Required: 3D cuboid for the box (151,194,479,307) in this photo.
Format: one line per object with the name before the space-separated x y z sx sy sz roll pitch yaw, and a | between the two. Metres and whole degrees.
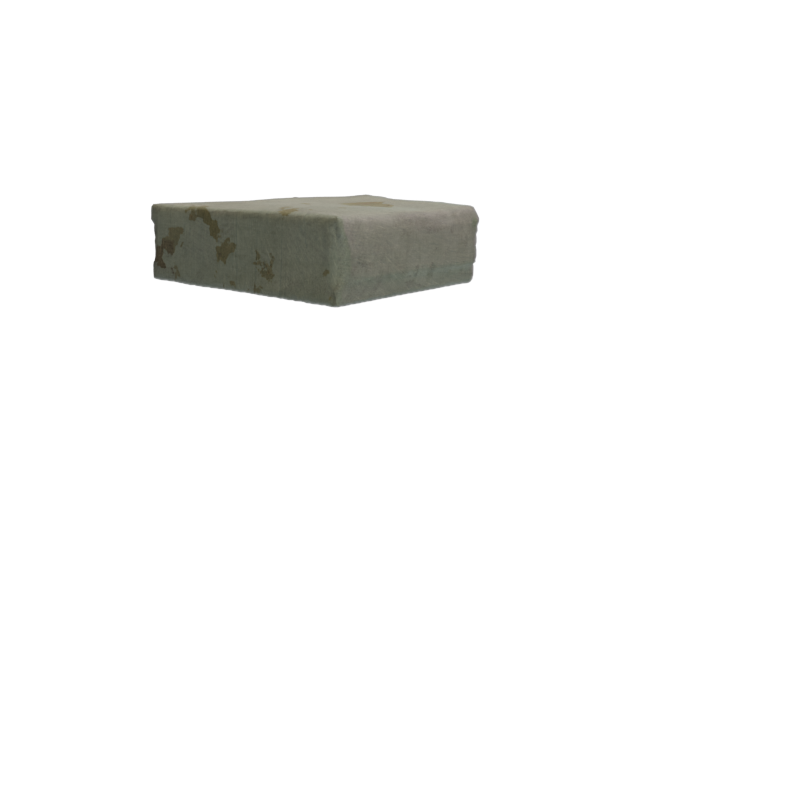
box | -0.030 -0.055 0.382 0.094 0.030 0.071 11 16 40
